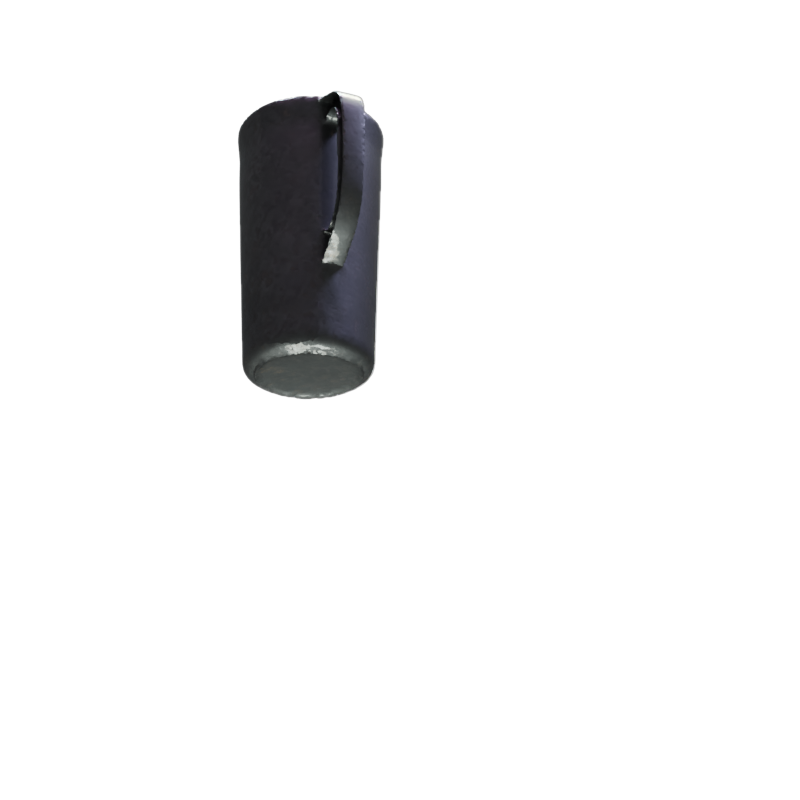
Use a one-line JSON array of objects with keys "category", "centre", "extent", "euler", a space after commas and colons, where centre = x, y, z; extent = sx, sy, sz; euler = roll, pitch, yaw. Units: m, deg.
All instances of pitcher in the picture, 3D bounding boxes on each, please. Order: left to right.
[{"category": "pitcher", "centre": [-0.074, -0.135, 0.945], "extent": [0.147, 0.259, 0.138], "euler": [-12, -30, 18]}]
